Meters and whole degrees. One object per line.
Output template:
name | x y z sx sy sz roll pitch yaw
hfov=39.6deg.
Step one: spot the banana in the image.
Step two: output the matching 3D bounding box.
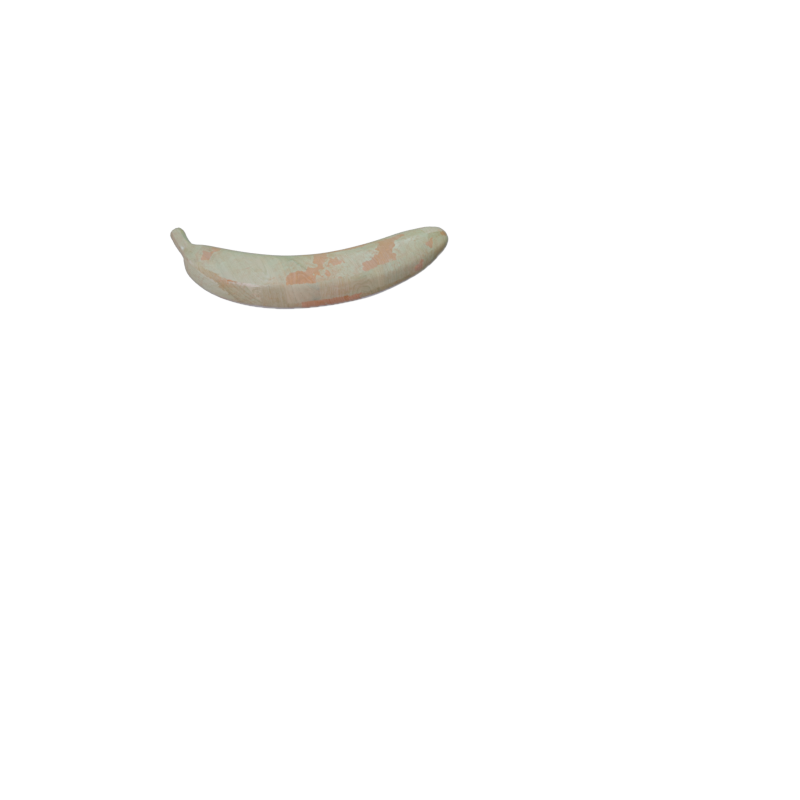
banana | -0.064 -0.094 0.767 0.198 0.074 0.034 1 -30 1
